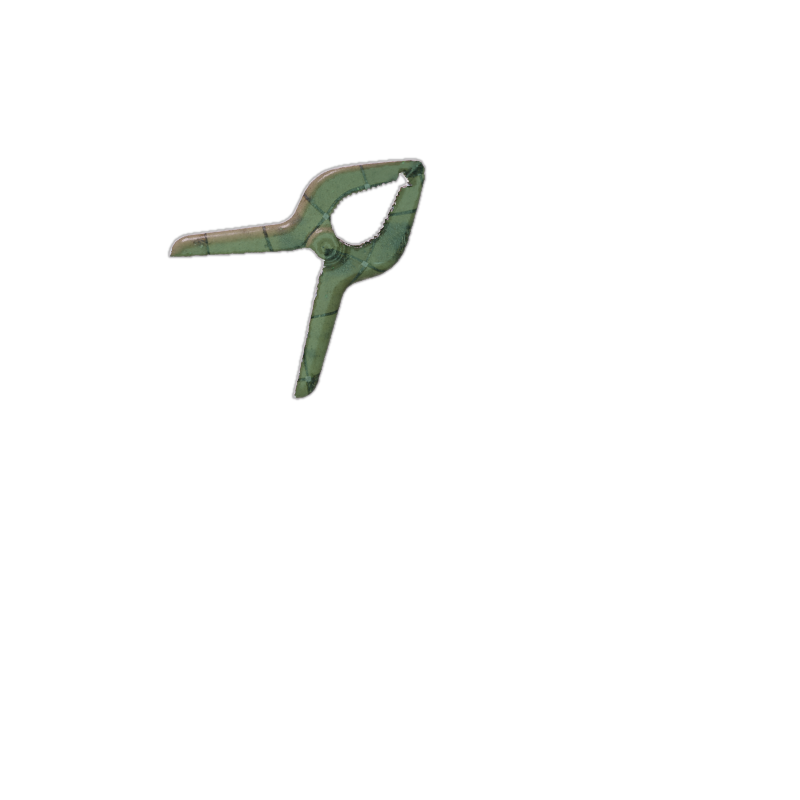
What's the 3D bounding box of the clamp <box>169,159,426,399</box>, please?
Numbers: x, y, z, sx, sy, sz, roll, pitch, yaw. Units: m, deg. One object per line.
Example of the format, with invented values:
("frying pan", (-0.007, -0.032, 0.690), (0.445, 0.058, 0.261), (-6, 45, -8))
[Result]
("clamp", (-0.070, -0.127, 0.890), (0.163, 0.209, 0.037), (42, 5, -4))
